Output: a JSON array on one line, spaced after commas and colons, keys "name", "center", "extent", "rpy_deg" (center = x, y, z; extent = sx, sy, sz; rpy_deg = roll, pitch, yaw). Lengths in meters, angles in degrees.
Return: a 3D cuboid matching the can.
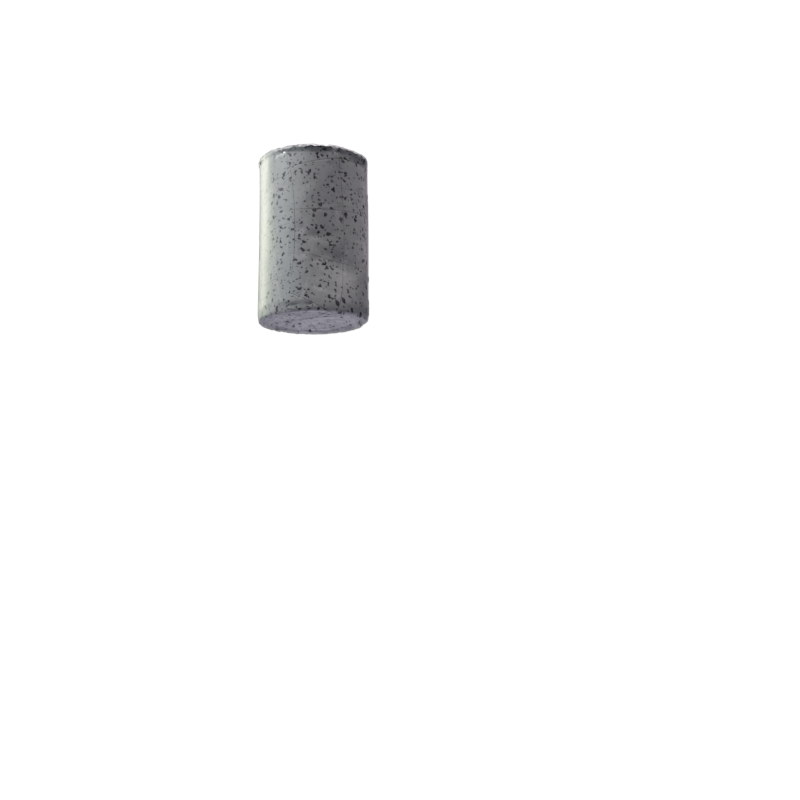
[{"name": "can", "center": [-0.053, -0.096, 0.674], "extent": [0.068, 0.106, 0.066], "rpy_deg": [0, -14, -2]}]
